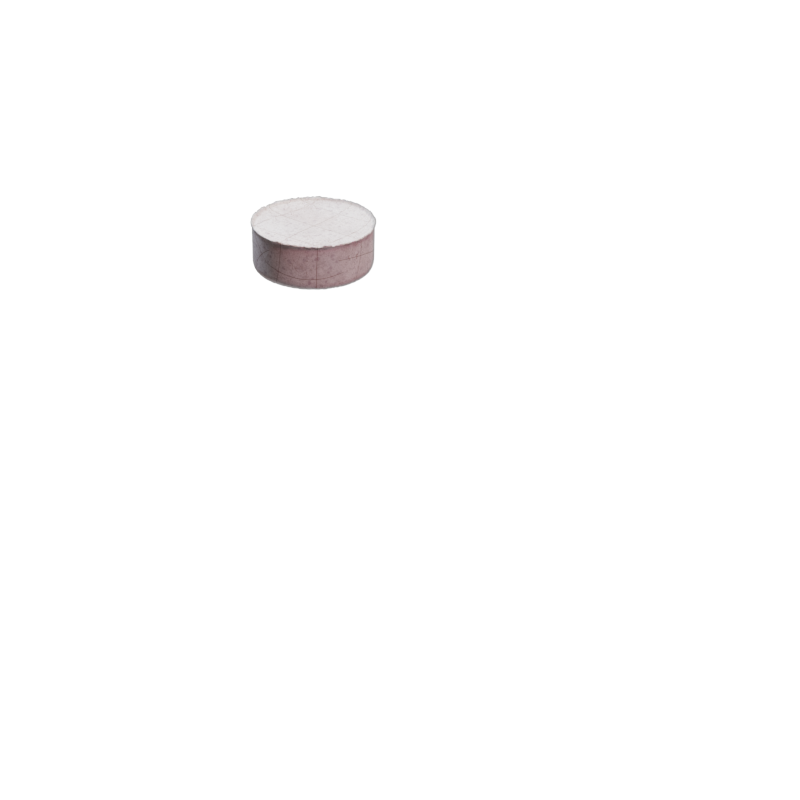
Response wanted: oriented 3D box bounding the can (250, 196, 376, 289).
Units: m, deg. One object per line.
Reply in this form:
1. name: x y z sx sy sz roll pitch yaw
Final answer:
1. can: -0.060 -0.109 0.765 0.086 0.032 0.091 -1 30 -2
